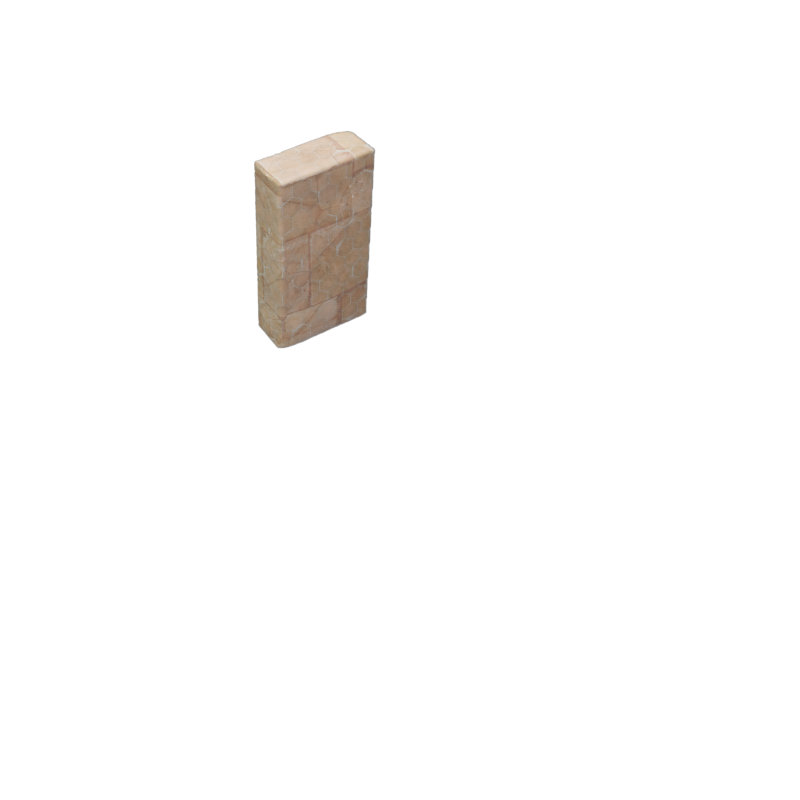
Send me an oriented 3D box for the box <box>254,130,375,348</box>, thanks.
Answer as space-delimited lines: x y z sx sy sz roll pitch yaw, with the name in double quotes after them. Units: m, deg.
-0.072 -0.132 0.920 0.093 0.164 0.052 -24 47 -28 "box"
